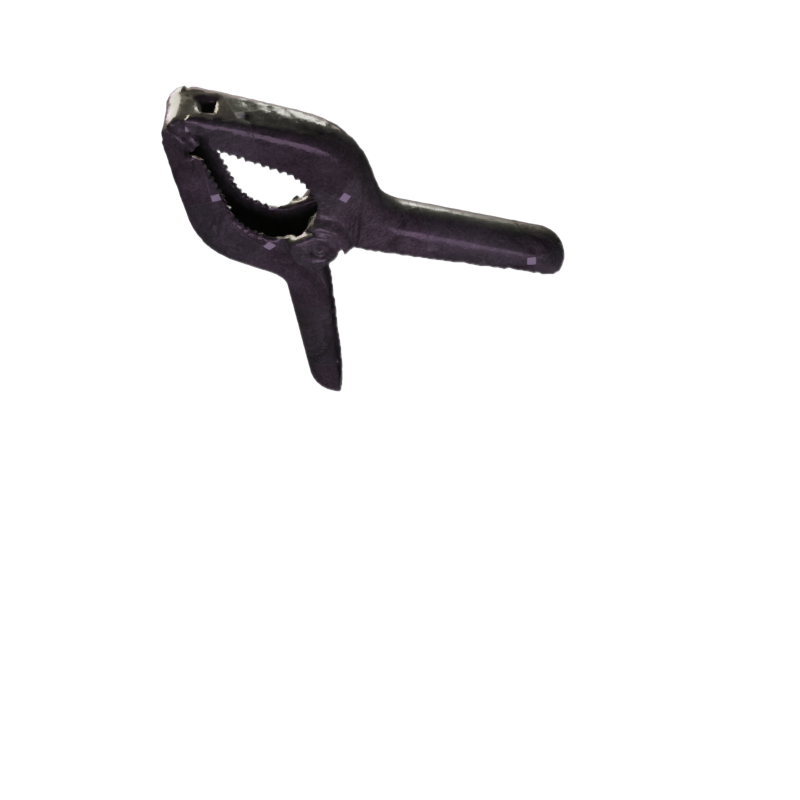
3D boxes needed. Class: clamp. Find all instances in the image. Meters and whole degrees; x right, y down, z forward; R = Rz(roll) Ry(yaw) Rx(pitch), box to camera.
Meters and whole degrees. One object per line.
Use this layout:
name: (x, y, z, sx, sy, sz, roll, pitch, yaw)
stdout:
clamp: (-0.044, -0.080, 0.563, 0.198, 0.039, 0.162, 30, -50, -30)
